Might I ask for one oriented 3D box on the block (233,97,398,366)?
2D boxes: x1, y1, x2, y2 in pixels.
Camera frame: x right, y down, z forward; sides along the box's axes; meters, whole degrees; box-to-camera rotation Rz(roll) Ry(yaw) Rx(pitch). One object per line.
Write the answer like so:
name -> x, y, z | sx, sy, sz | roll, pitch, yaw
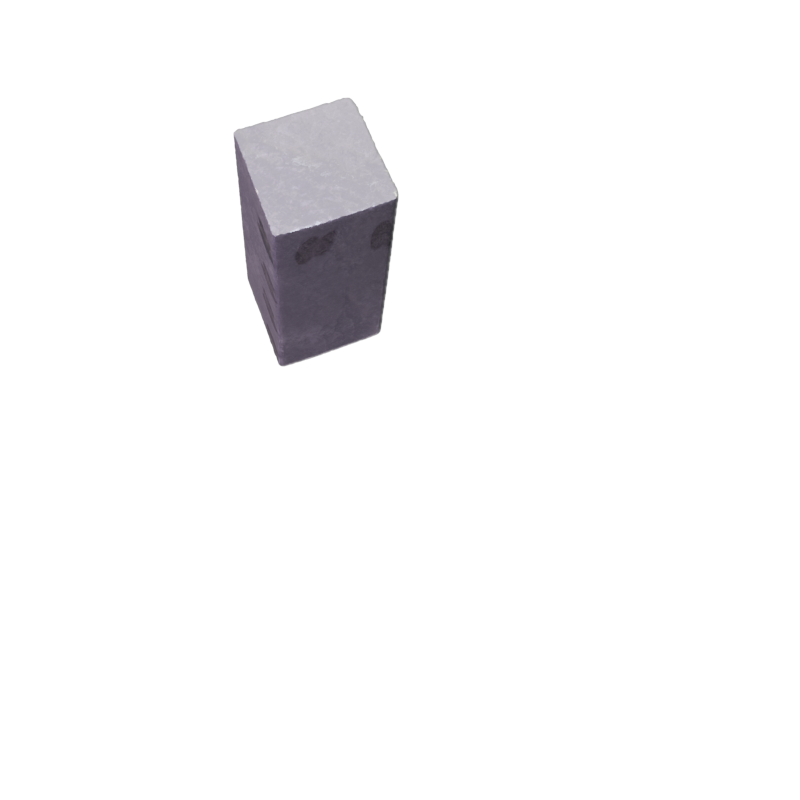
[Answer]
block -> -0.064, -0.118, 0.824 | 0.090, 0.096, 0.195 | -18, -23, -12
